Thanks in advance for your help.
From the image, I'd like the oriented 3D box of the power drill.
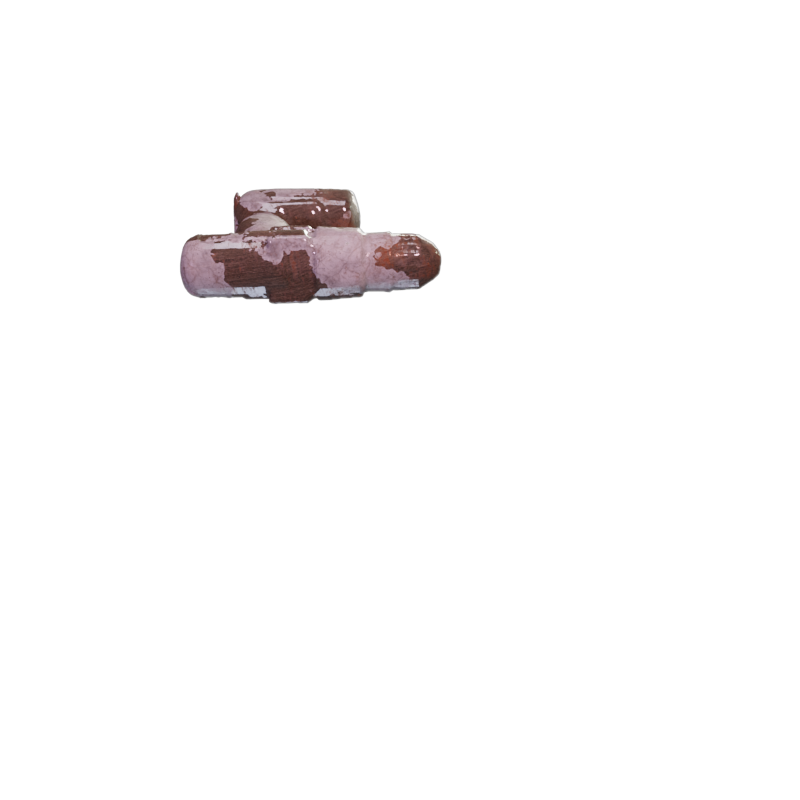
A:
[{"bbox_3d":[-0.067,-0.122,0.852,0.184,0.055,0.194,0,18,-1],"label":"power drill"}]
